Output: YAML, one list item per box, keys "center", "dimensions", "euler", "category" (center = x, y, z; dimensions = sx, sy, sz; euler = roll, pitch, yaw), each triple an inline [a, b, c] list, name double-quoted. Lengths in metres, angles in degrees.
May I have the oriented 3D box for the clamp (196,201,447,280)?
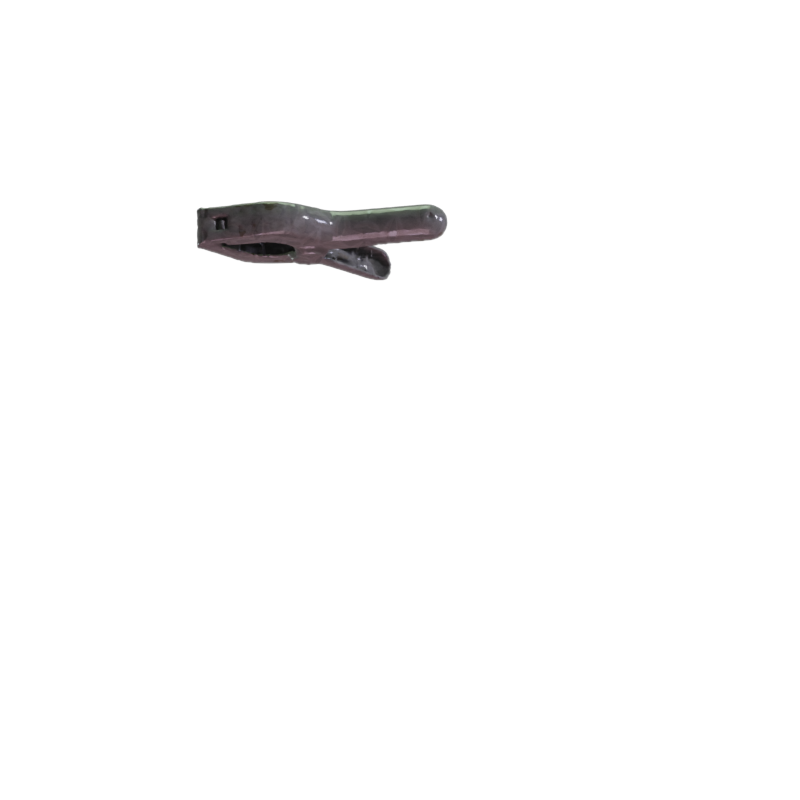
- center: [-0.063, -0.114, 0.801]
  dimensions: [0.169, 0.041, 0.116]
  euler: [3, -19, -10]
  category: "clamp"
